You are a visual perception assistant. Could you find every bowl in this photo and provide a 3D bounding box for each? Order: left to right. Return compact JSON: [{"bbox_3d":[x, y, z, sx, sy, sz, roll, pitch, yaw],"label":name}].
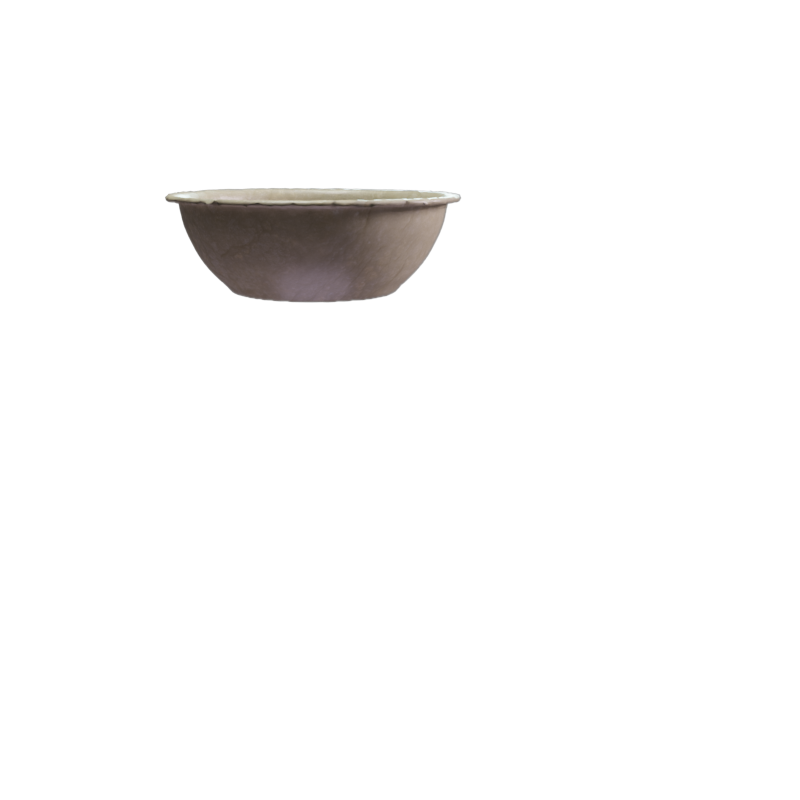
[{"bbox_3d":[-0.048,-0.087,0.612,0.162,0.054,0.166,0,13,-2],"label":"bowl"}]
